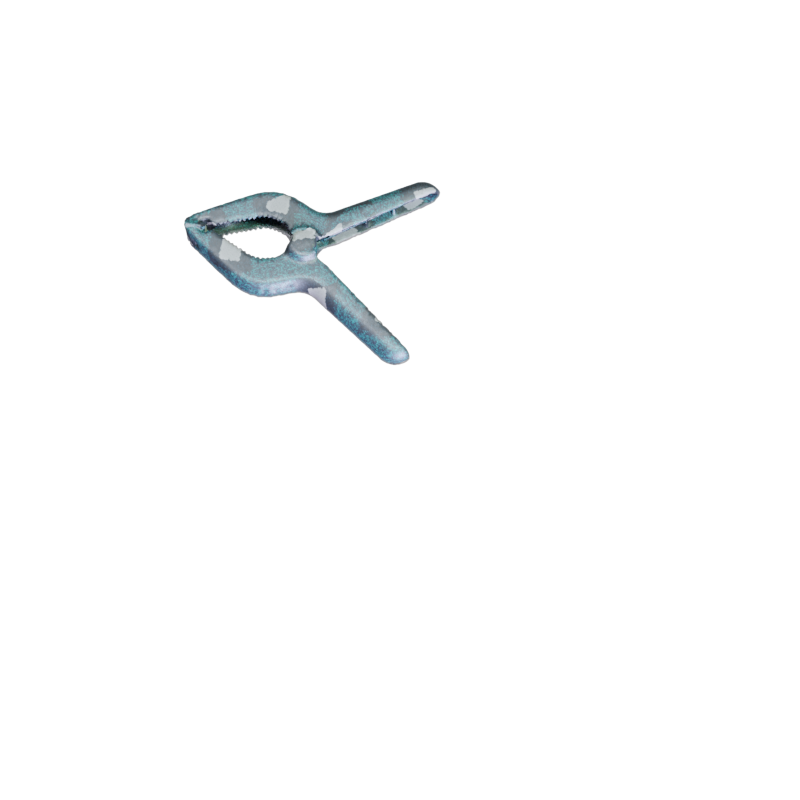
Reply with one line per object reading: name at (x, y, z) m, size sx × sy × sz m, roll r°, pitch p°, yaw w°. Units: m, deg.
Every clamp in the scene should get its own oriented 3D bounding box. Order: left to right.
clamp at (-0.072, -0.131, 0.920) m, size 0.213 × 0.172 × 0.034 m, roll 16°, pitch -26°, yaw 8°
